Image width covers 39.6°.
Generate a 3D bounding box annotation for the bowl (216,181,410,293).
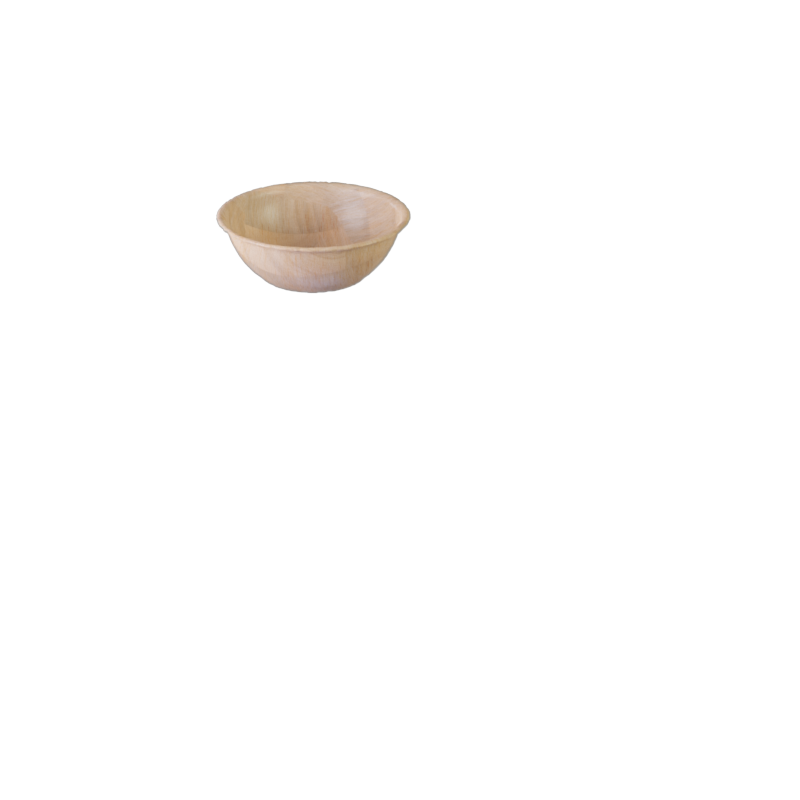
[{"bbox_3d":[-0.073,-0.133,0.933,0.162,0.052,0.171,-1,28,-2],"label":"bowl"}]
